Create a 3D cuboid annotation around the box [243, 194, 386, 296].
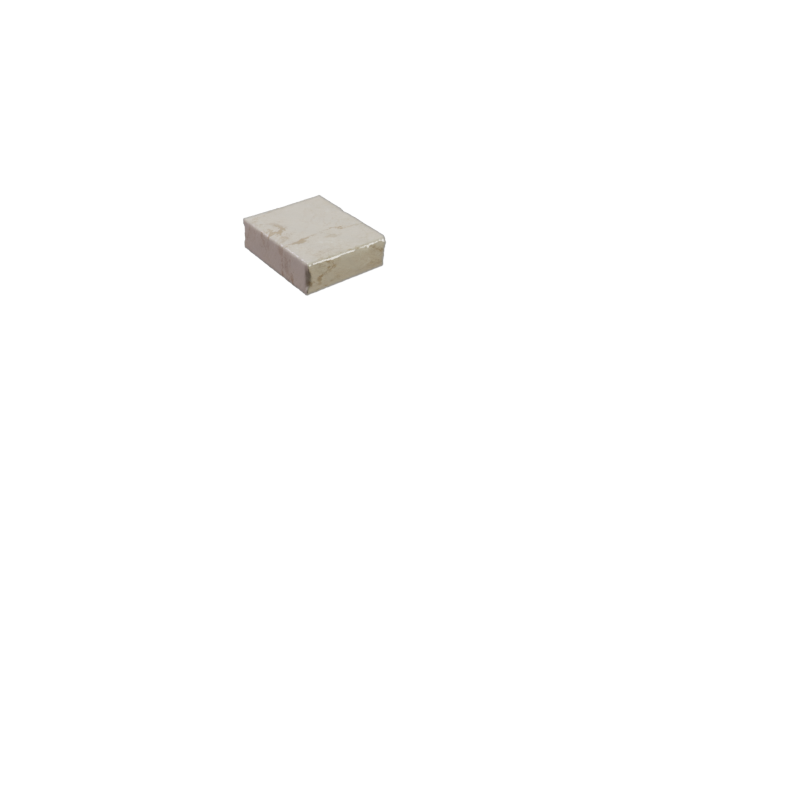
[{"bbox_3d":[-0.066,-0.121,0.848,0.072,0.028,0.096,-22,41,-30],"label":"box"}]
